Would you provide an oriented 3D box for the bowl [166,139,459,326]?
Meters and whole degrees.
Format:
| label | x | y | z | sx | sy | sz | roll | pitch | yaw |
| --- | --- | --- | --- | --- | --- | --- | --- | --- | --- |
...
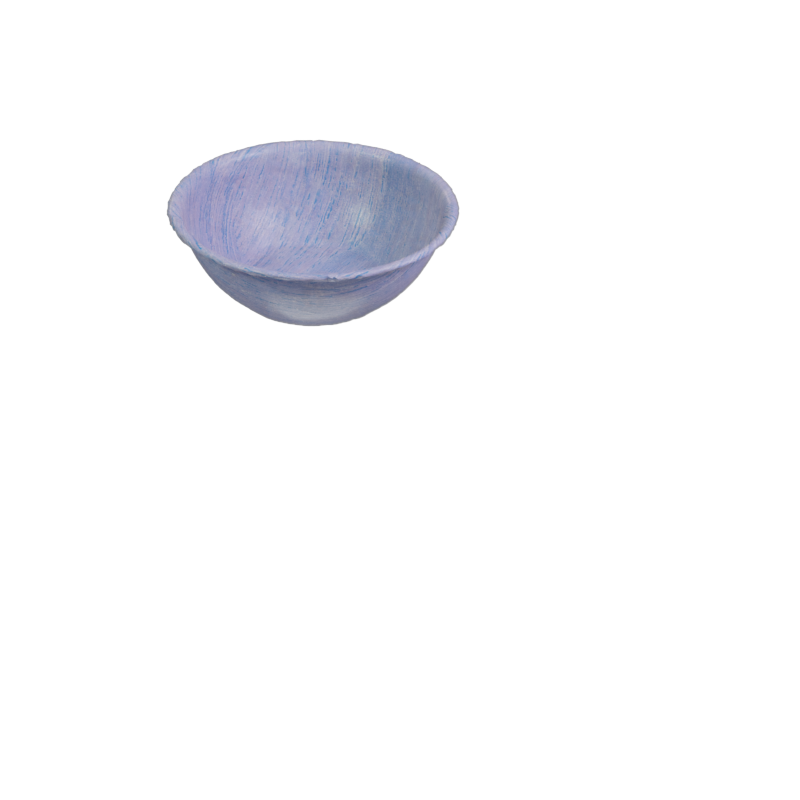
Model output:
| label | x | y | z | sx | sy | sz | roll | pitch | yaw |
| --- | --- | --- | --- | --- | --- | --- | --- | --- | --- |
| bowl | -0.049 | -0.090 | 0.628 | 0.162 | 0.052 | 0.173 | -1 | 35 | -2 |
